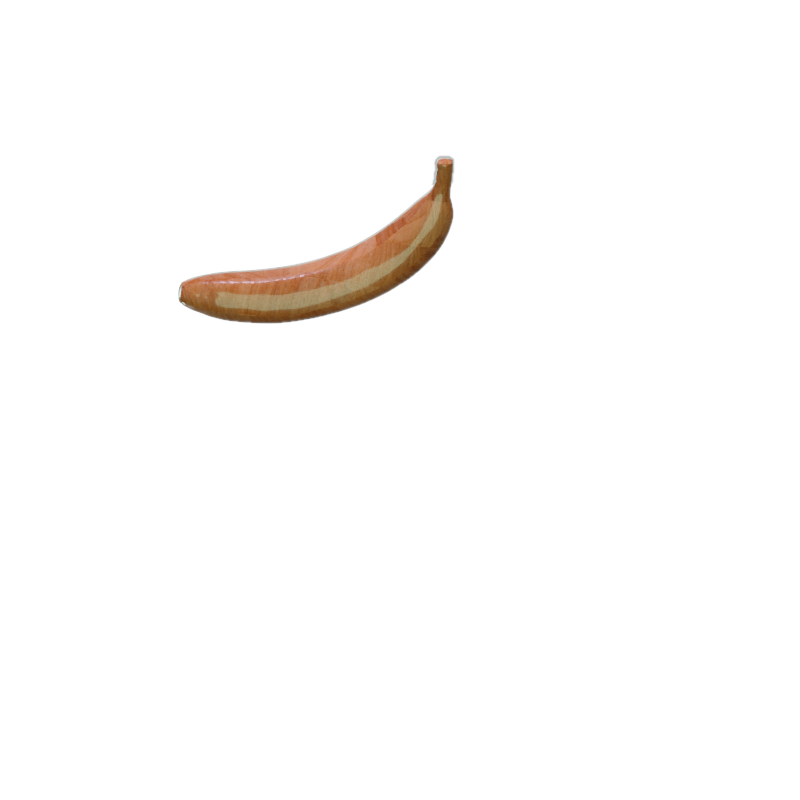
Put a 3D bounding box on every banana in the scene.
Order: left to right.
[{"bbox_3d":[-0.044,-0.089,0.717,0.198,0.066,0.039,-25,20,9],"label":"banana"}]
